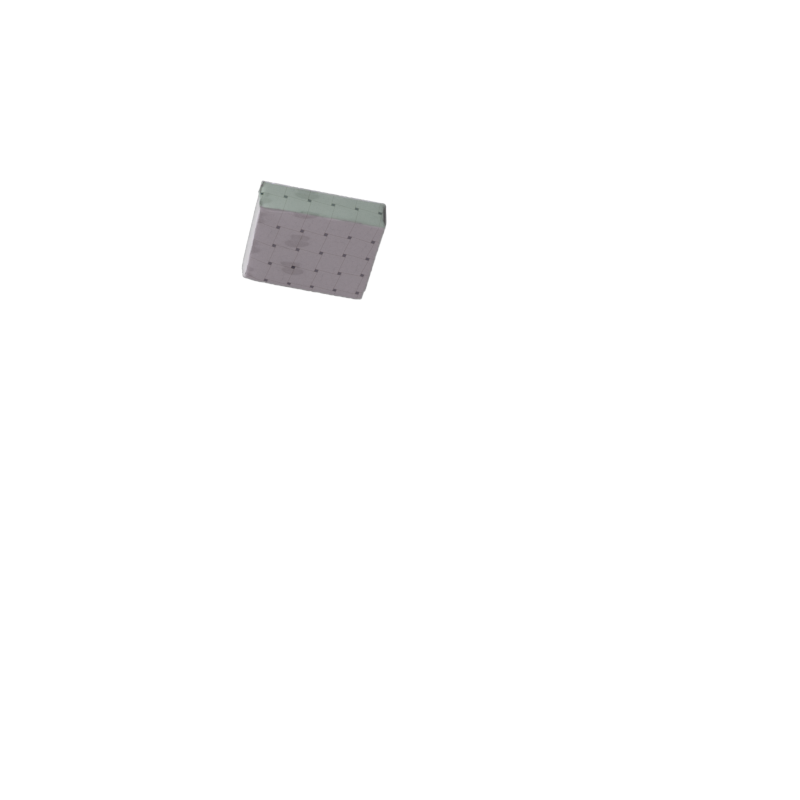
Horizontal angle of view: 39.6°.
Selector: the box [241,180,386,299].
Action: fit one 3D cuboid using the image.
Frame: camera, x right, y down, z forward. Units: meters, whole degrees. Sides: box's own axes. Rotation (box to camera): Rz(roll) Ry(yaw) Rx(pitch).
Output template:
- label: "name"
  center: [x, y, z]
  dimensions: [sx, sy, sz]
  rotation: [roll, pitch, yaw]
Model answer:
- label: "box"
  center: [-0.076, -0.138, 0.971]
  dimensions: [0.112, 0.042, 0.085]
  rotation: [9, -46, -10]
